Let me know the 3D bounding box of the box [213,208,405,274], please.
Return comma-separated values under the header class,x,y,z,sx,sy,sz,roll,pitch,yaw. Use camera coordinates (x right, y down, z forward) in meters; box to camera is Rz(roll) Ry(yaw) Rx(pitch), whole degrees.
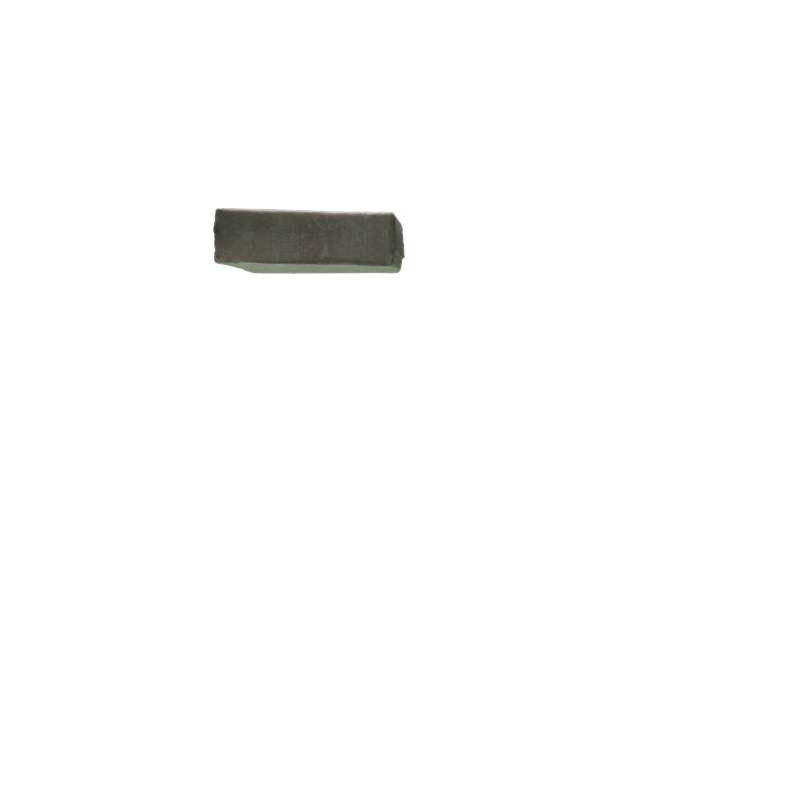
class,x,y,z,sx,sy,sz,roll,pitch,yaw
box,-0.056,-0.102,0.713,0.114,0.039,0.089,0,2,6
